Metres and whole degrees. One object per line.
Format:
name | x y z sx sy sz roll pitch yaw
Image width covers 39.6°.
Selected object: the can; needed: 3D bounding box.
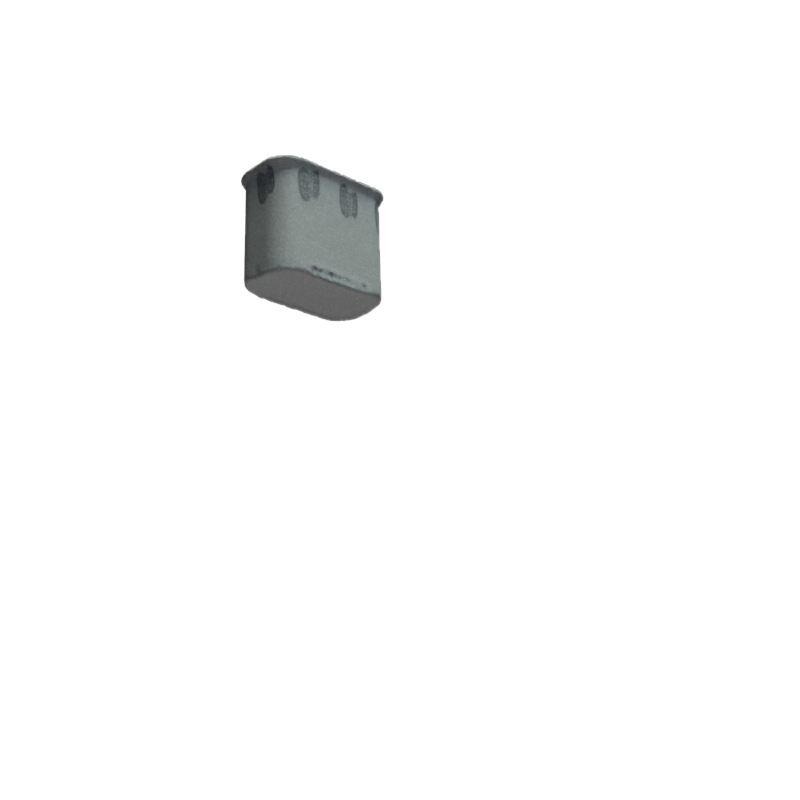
can | -0.059 -0.108 0.757 0.096 0.088 0.058 17 -30 -38
